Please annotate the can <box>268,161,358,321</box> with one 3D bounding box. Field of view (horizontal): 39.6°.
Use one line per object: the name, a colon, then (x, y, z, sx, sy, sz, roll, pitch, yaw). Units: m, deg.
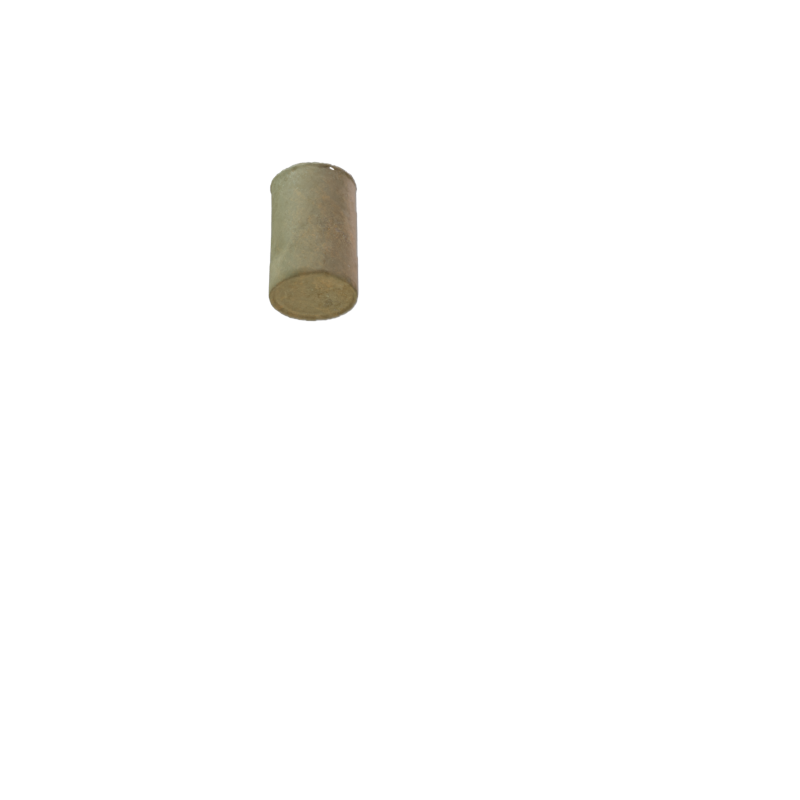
can: (-0.066, -0.120, 0.838, 0.068, 0.109, 0.064, -1, -31, -2)
